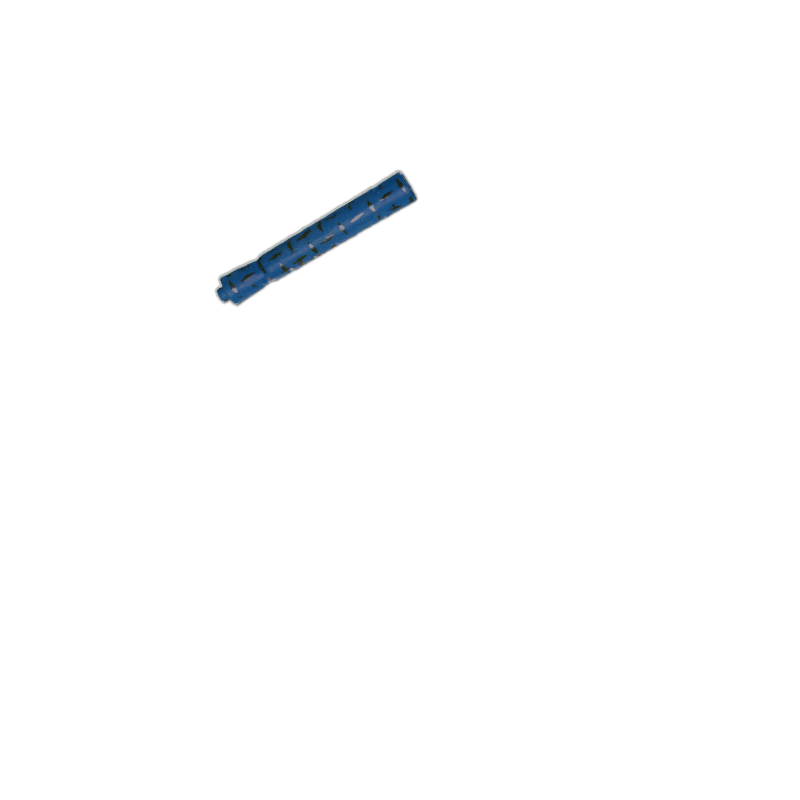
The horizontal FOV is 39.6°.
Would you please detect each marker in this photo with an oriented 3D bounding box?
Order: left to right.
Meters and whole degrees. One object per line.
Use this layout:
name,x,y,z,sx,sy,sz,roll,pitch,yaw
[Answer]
marker,-0.047,-0.086,0.603,0.121,0.020,0.020,-29,-1,9
